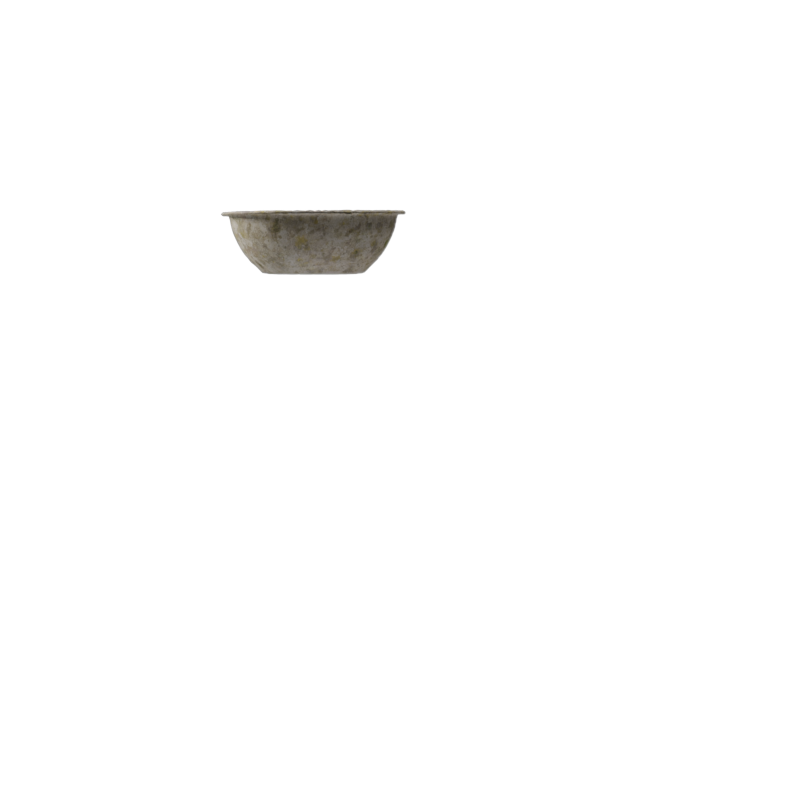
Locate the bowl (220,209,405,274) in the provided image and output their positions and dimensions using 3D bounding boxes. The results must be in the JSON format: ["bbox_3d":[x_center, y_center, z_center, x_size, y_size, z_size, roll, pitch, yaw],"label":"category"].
[{"bbox_3d":[-0.076,-0.139,0.972,0.162,0.054,0.164,0,8,-2],"label":"bowl"}]
